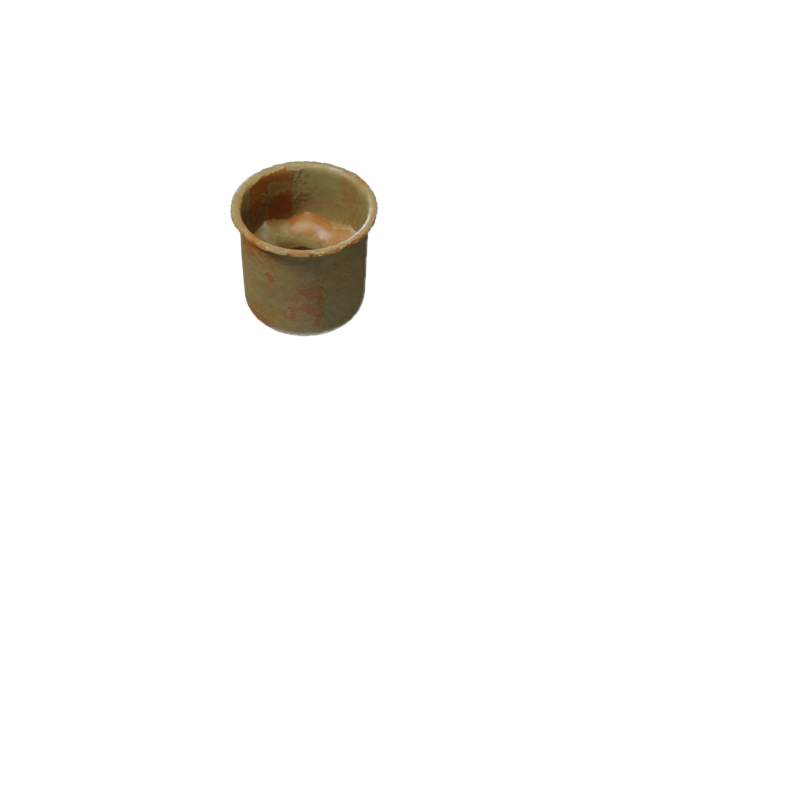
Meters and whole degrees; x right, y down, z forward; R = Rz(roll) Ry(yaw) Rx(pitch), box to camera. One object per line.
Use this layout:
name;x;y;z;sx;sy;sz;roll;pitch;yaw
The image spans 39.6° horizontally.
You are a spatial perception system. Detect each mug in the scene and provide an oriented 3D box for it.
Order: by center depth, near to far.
mug;-0.057;-0.105;0.732;0.097;0.076;0.121;20;49;17
